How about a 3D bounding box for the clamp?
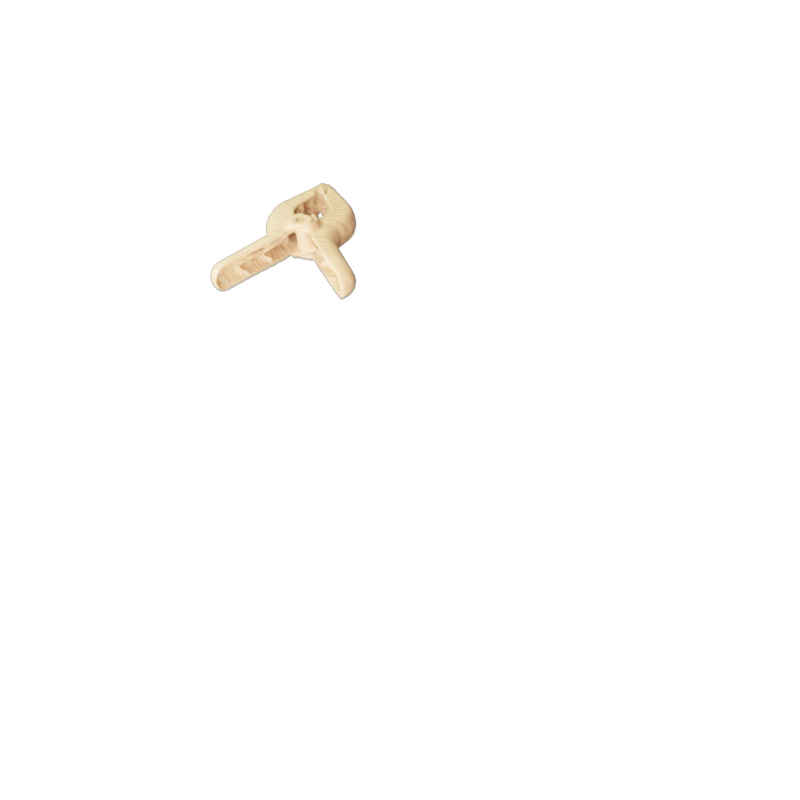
[{"bbox_3d":[-0.074,-0.135,0.949,0.124,0.037,0.178,13,40,16],"label":"clamp"}]
